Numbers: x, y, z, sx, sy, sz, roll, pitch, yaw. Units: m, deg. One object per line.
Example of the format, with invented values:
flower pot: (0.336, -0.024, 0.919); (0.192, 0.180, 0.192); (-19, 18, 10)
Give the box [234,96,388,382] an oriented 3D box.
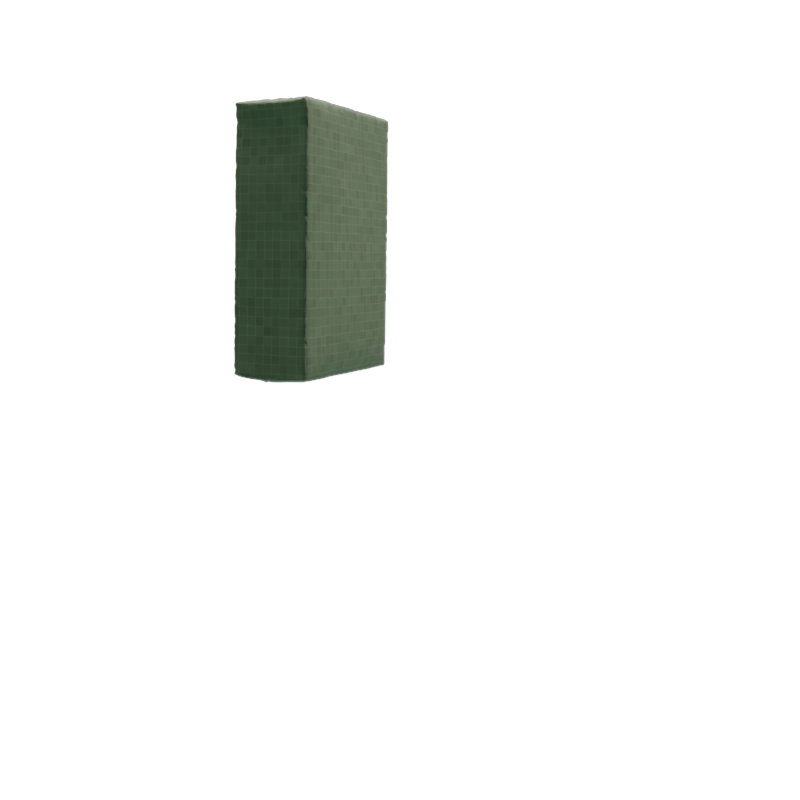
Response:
box: (-0.070, -0.128, 0.899); (0.074, 0.214, 0.160); (0, 2, 22)
